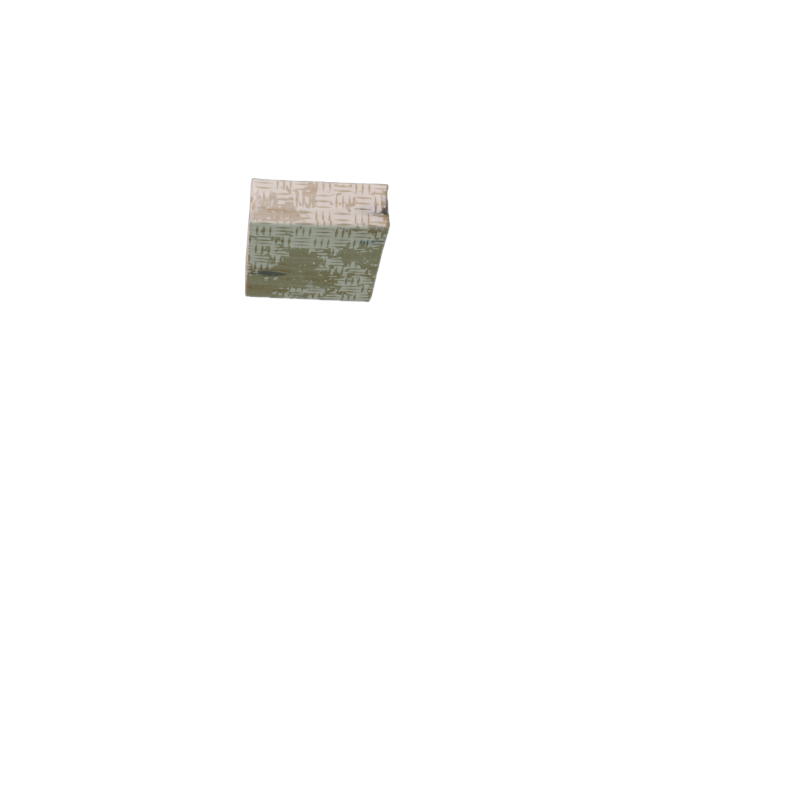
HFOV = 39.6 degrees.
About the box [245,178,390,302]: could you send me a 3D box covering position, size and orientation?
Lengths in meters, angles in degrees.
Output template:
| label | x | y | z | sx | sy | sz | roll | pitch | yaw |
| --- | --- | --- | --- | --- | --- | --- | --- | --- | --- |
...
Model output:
| label | x | y | z | sx | sy | sz | roll | pitch | yaw |
| --- | --- | --- | --- | --- | --- | --- | --- | --- | --- |
| box | -0.047 | -0.087 | 0.606 | 0.073 | 0.032 | 0.085 | 2 | -24 | -6 |
